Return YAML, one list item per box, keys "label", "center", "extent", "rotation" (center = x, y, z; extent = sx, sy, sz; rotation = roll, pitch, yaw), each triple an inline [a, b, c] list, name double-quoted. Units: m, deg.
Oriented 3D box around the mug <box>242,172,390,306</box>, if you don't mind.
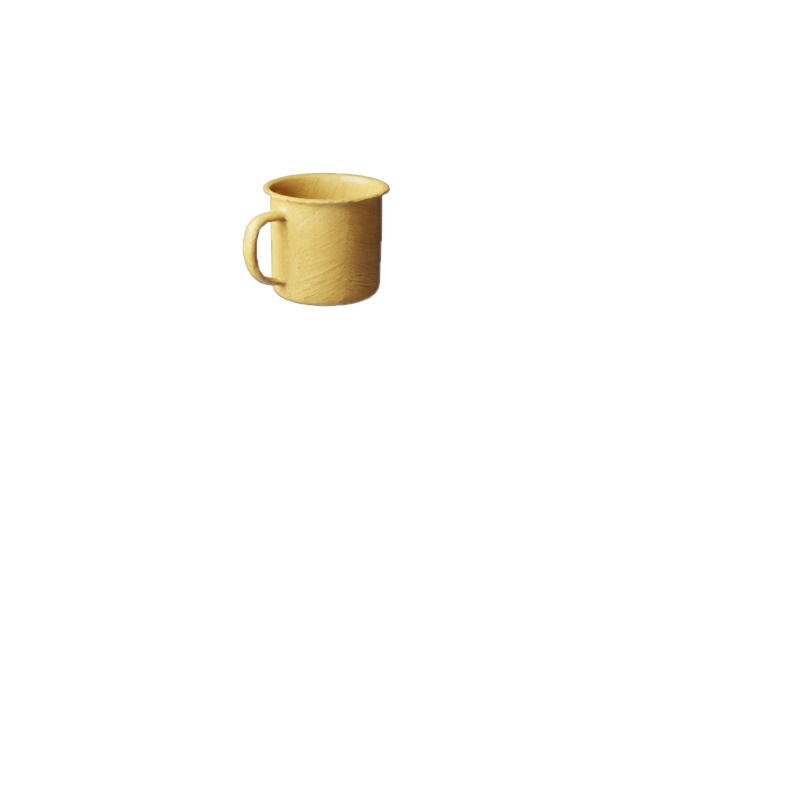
- label: "mug"
  center: [-0.064, -0.116, 0.815]
  extent: [0.115, 0.078, 0.099]
  rotation: [-17, 26, -37]
